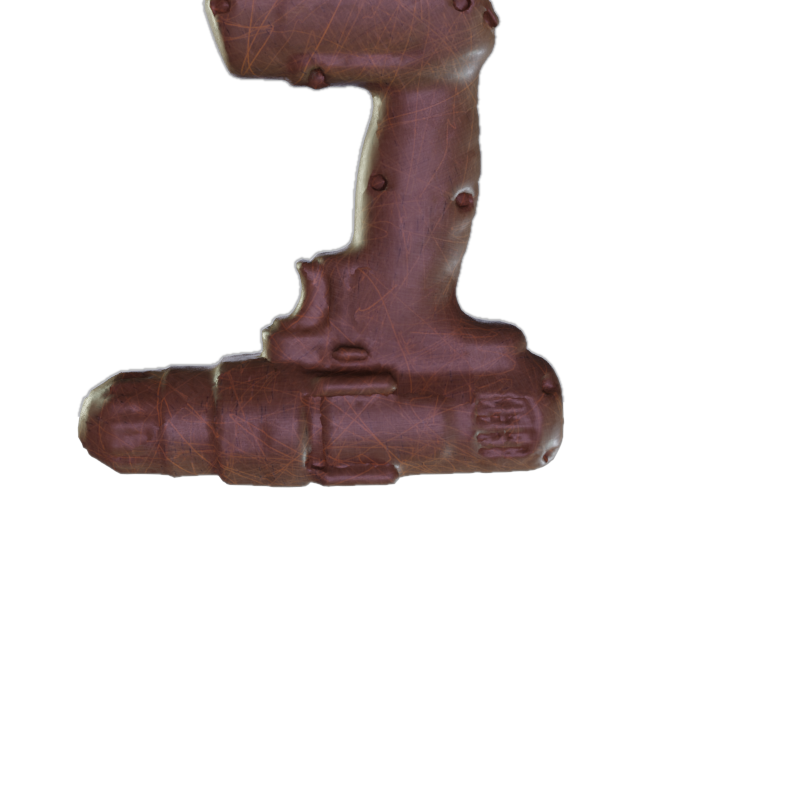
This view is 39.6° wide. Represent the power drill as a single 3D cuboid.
[{"bbox_3d":[-0.033,-0.060,0.417,0.184,0.184,0.059,-1,9,0],"label":"power drill"}]
